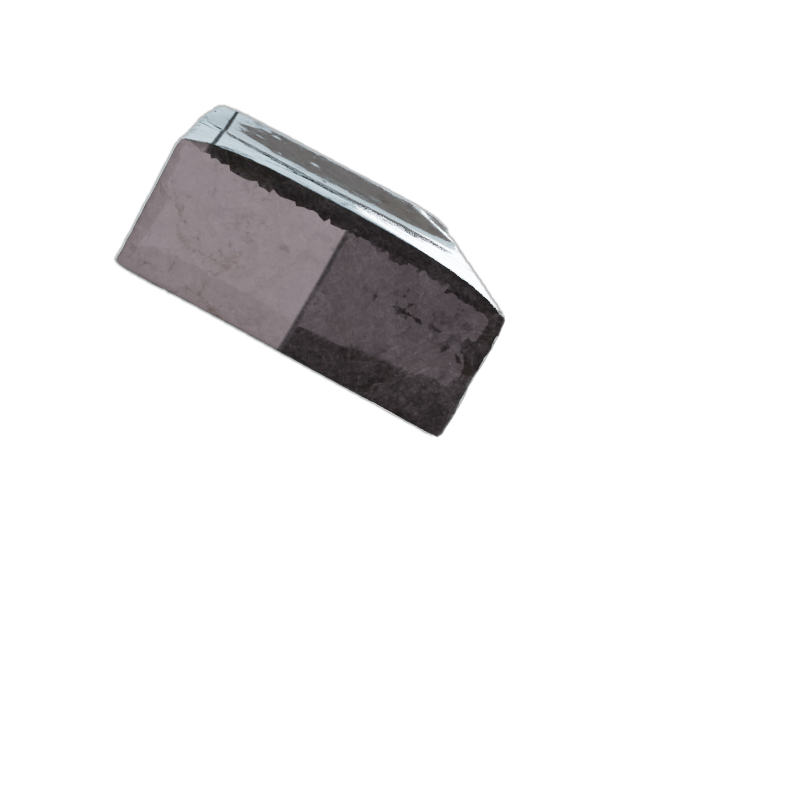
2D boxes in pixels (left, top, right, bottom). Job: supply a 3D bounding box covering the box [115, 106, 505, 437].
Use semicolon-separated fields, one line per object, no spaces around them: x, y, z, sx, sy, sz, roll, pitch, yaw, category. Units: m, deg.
-0.045;-0.082;0.575;0.161;0.071;0.222;27;14;-10;box
